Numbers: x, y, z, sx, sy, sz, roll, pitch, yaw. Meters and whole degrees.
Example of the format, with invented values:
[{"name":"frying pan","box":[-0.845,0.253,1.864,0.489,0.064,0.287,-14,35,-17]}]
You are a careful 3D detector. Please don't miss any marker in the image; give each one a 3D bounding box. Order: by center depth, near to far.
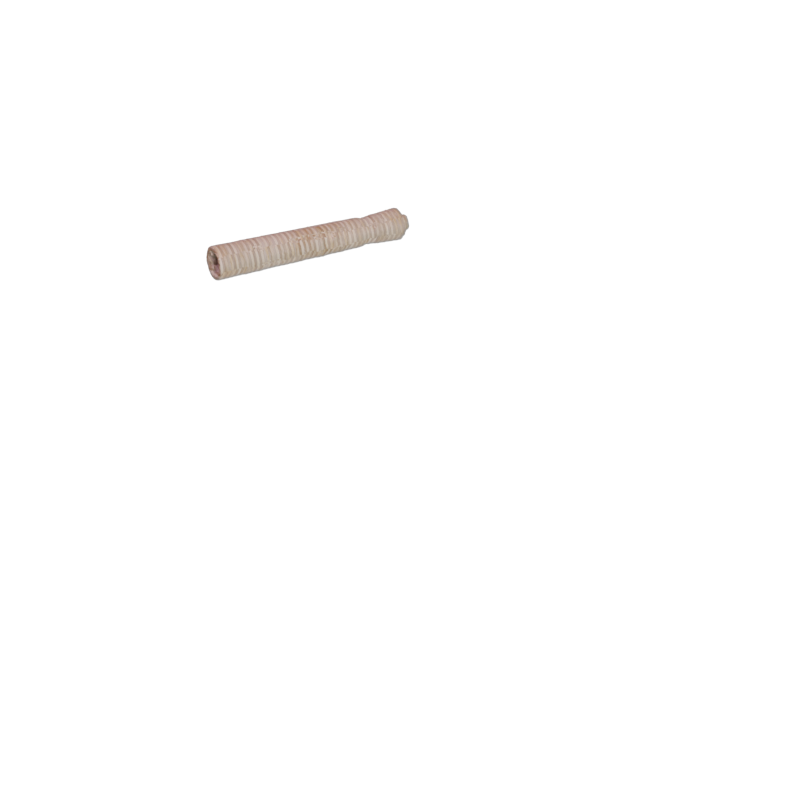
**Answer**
[{"name":"marker","box":[-0.048,-0.087,0.611,0.119,0.019,0.020,-16,11,-27]}]
